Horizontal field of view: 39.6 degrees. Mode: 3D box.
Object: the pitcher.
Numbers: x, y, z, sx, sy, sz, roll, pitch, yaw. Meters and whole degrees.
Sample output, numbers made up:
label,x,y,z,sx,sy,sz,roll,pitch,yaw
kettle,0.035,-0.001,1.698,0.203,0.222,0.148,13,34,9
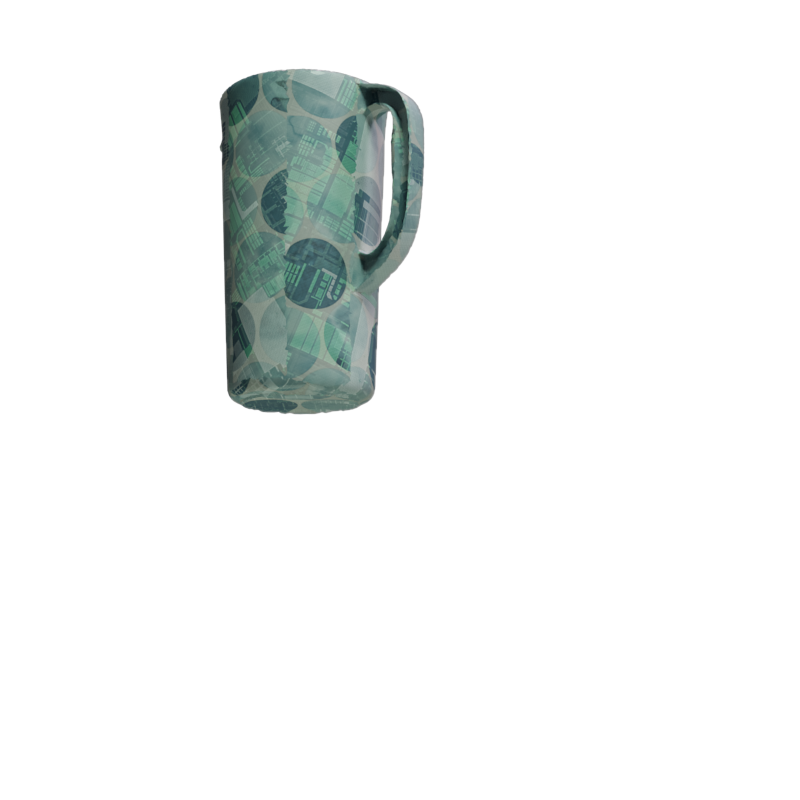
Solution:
label,x,y,z,sx,sy,sz,roll,pitch,yaw
pitcher,-0.065,-0.119,0.831,0.143,0.253,0.146,2,-15,-10
